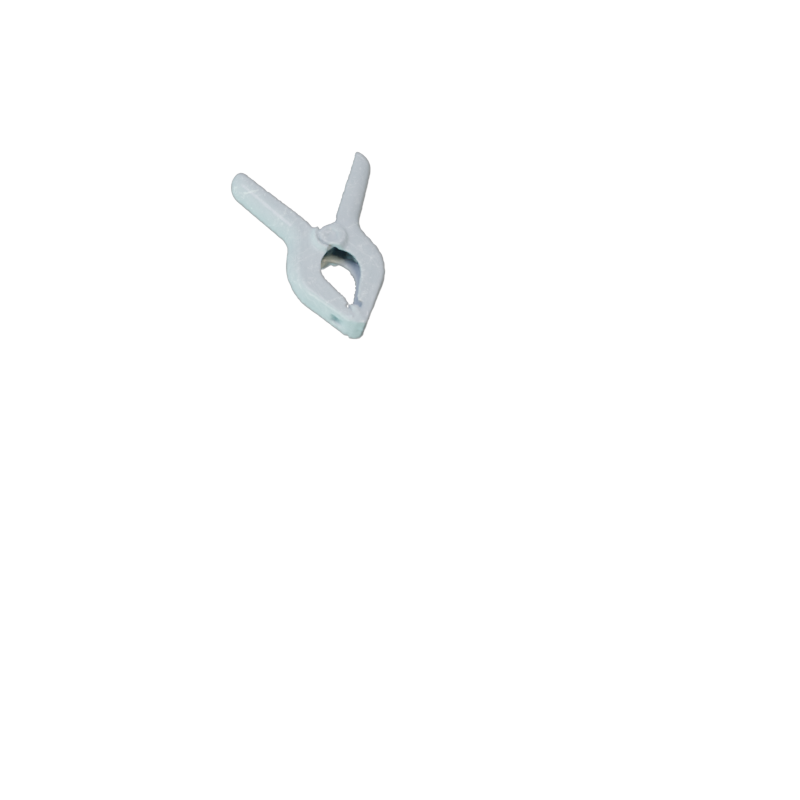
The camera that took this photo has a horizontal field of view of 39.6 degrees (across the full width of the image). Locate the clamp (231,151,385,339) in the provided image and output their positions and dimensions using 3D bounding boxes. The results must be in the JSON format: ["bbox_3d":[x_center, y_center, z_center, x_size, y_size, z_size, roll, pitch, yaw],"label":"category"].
[{"bbox_3d":[-0.070,-0.128,0.898,0.119,0.184,0.037,-9,-32,-6],"label":"clamp"}]
